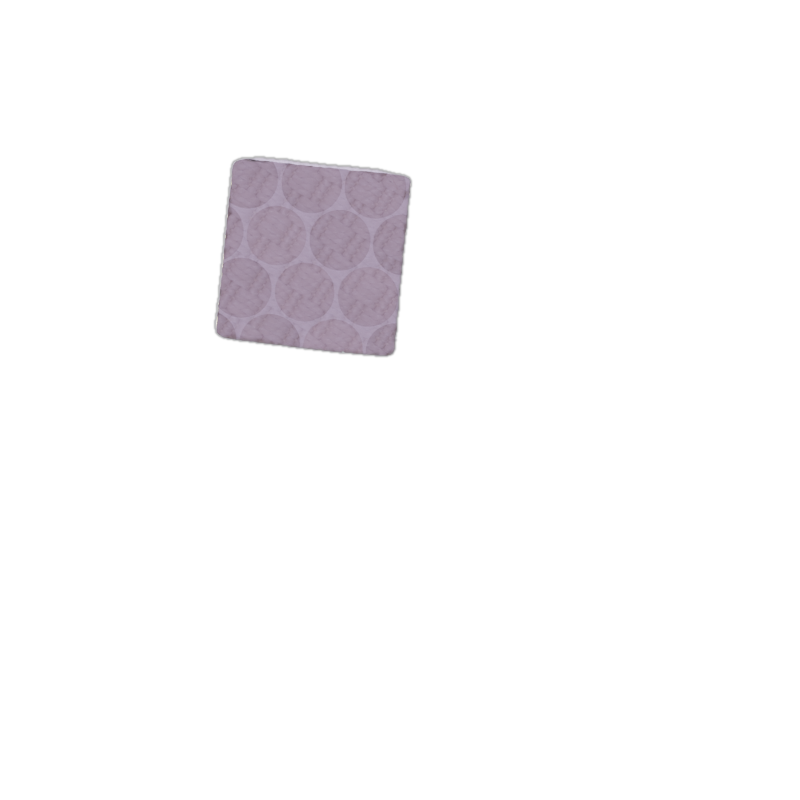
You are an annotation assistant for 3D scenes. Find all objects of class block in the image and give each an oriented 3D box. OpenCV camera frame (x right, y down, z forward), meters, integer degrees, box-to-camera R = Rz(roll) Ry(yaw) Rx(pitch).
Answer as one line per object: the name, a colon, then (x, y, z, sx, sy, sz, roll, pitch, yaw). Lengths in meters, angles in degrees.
block: (-0.051, -0.091, 0.638, 0.090, 0.089, 0.211, 6, 11, -5)
